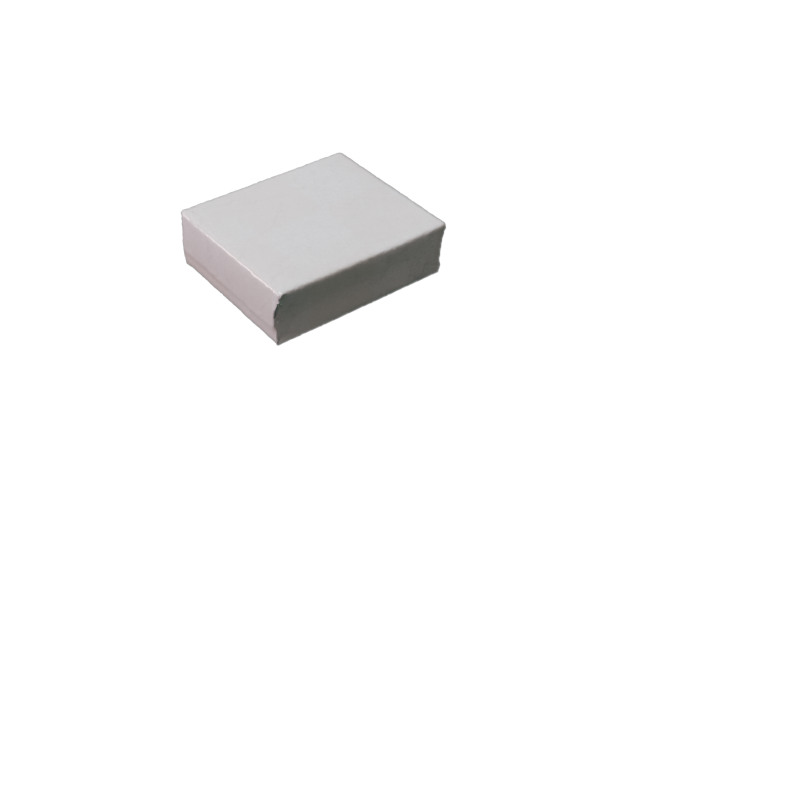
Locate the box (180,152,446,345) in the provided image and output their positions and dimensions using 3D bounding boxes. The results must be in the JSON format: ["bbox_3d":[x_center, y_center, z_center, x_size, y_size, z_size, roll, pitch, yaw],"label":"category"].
[{"bbox_3d":[-0.047,-0.085,0.594,0.113,0.036,0.096,-28,48,-29],"label":"box"}]
